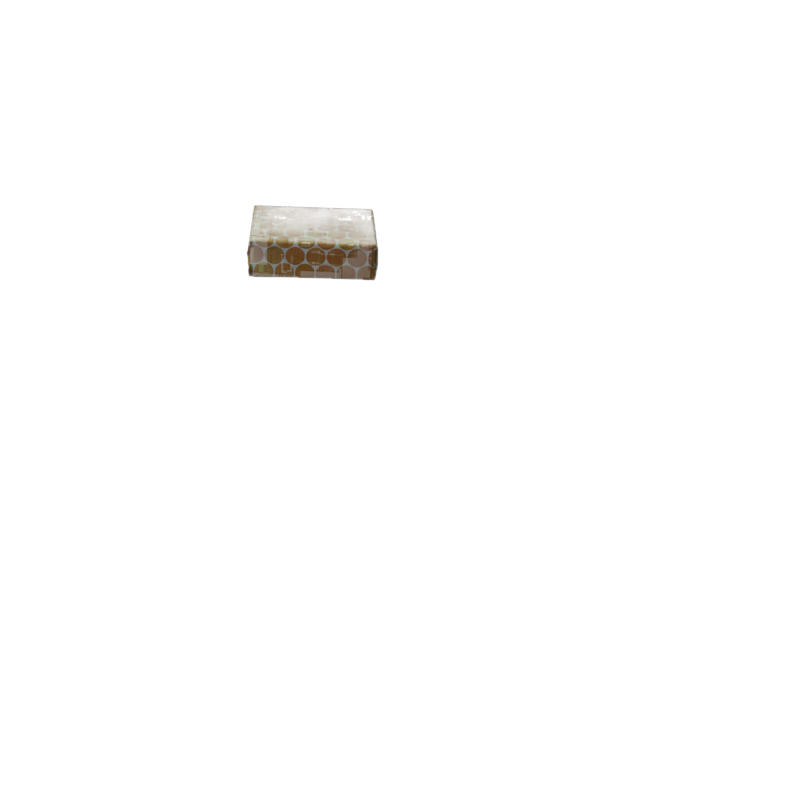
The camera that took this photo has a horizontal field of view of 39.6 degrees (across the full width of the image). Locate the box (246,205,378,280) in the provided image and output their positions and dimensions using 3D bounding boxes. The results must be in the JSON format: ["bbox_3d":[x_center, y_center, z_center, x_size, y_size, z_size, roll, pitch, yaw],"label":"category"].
[{"bbox_3d":[-0.077,-0.141,0.984,0.113,0.037,0.095,-1,27,-2],"label":"box"}]
